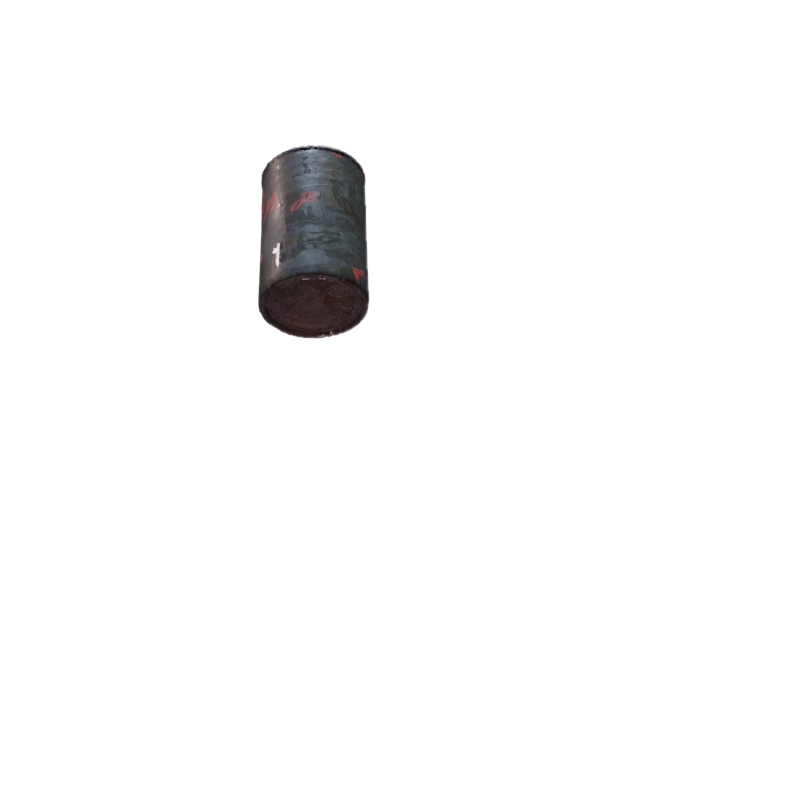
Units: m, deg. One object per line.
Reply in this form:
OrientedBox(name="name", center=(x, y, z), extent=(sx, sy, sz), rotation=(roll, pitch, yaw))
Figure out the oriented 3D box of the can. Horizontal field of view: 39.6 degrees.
OrientedBox(name="can", center=(-0.054, -0.098, 0.688), extent=(0.068, 0.109, 0.064), rotation=(-1, -35, -2))
